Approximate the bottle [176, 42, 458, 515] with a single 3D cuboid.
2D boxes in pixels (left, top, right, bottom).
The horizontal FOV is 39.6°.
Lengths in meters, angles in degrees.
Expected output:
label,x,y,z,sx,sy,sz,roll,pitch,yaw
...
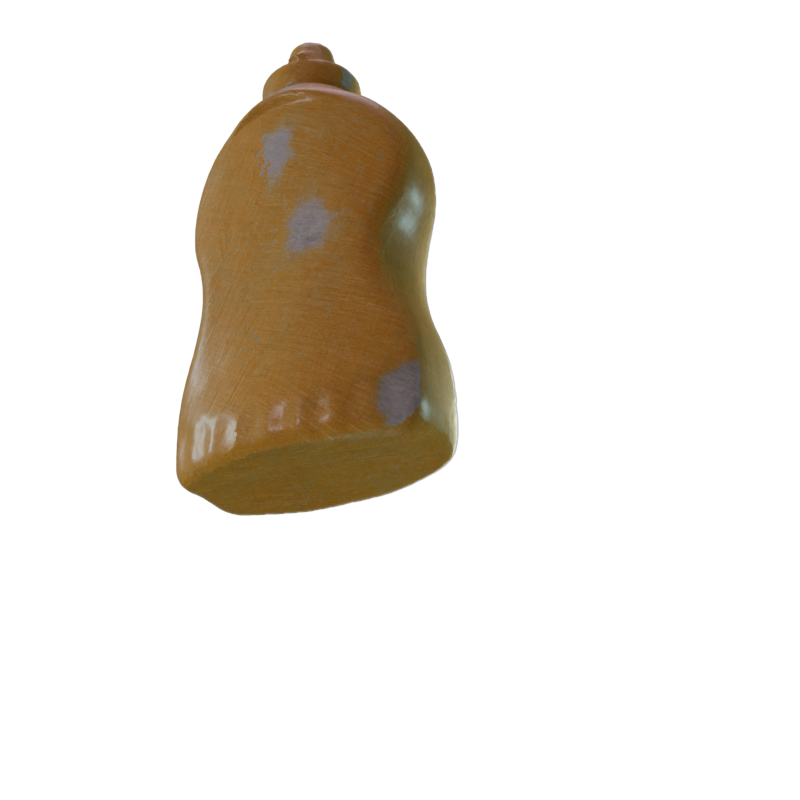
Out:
label,x,y,z,sx,sy,sz,roll,pitch,yaw
bottle,-0.033,-0.060,0.417,0.097,0.205,0.054,-19,-36,25
